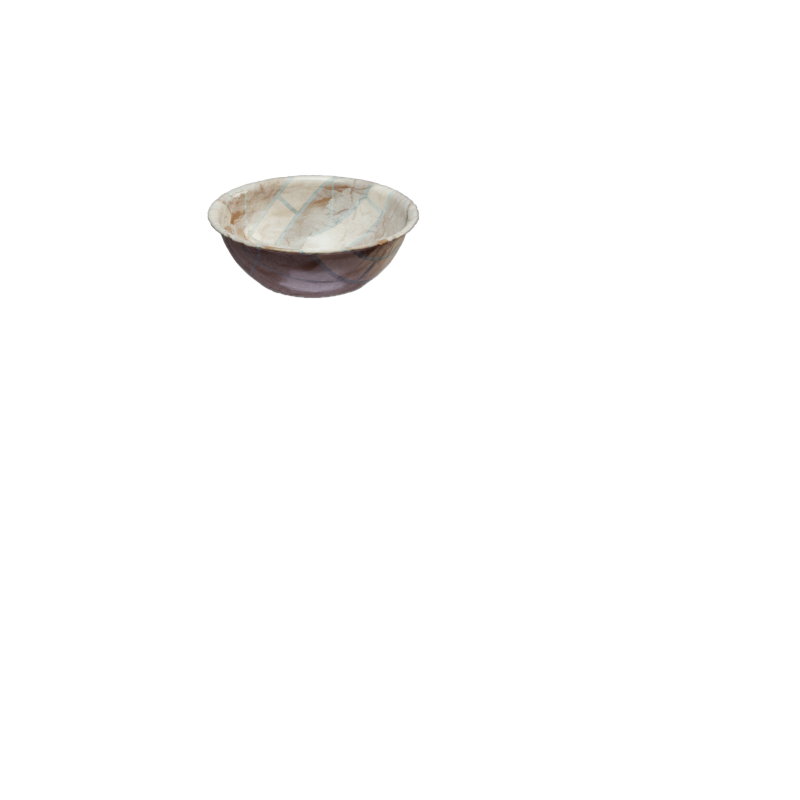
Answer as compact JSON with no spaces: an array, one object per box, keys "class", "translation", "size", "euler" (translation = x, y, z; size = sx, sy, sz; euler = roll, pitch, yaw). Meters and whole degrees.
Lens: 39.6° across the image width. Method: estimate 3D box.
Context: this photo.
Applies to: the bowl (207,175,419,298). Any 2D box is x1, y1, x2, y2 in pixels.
[{"class":"bowl","translation":[-0.067,-0.122,0.857],"size":[0.162,0.052,0.171],"euler":[-1,28,-2]}]
